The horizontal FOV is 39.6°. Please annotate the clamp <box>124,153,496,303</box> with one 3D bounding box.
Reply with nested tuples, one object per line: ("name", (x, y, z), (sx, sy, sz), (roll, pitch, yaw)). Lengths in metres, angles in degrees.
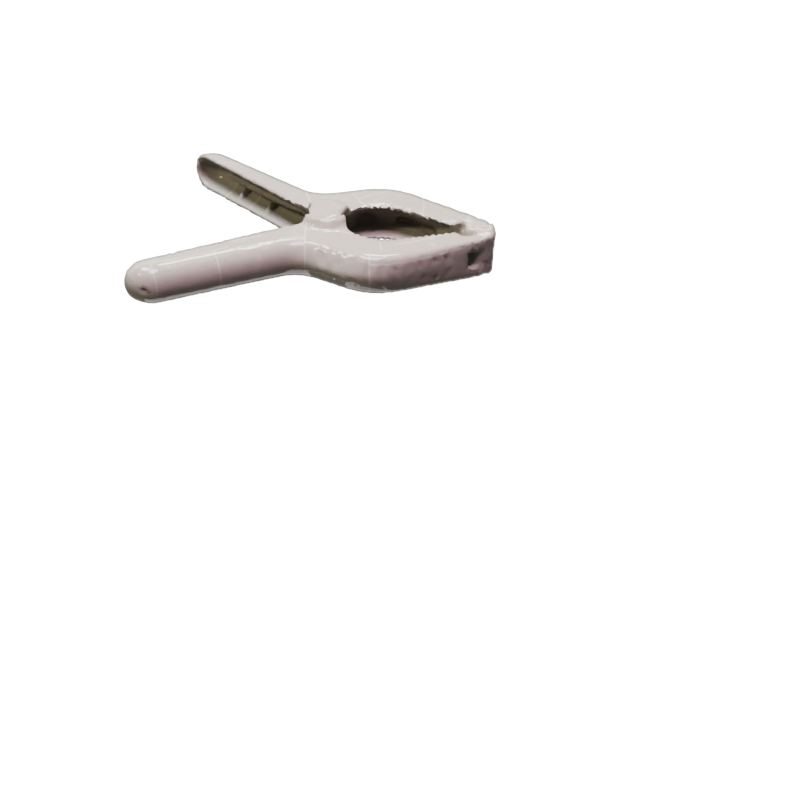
("clamp", (-0.052, -0.095, 0.663), (0.215, 0.034, 0.172), (9, 37, 13))
